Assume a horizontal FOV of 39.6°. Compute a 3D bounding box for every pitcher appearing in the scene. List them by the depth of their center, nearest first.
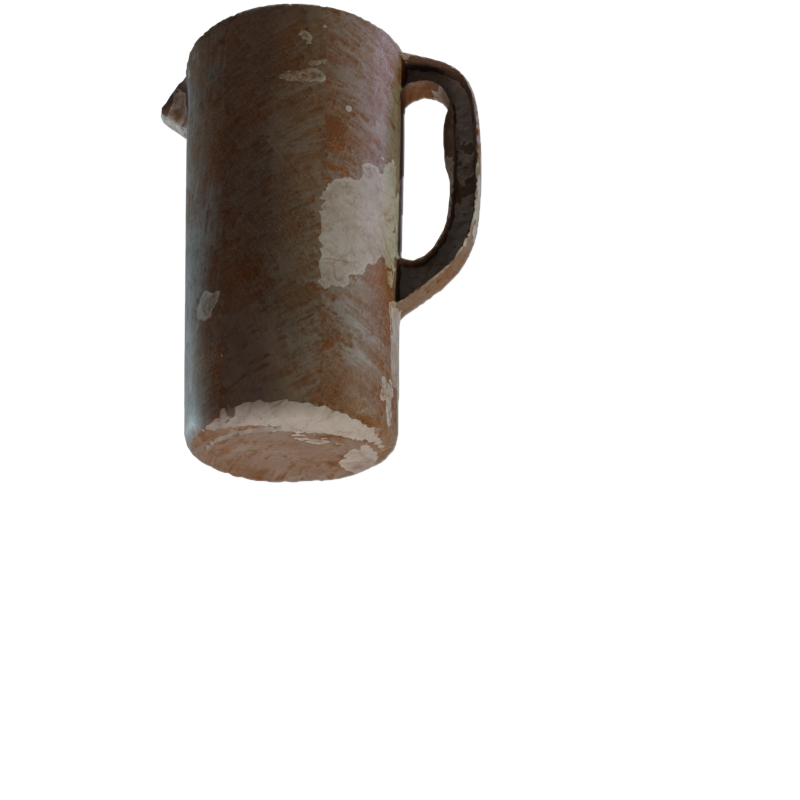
[{"bbox_3d":[-0.048,-0.087,0.608,0.138,0.257,0.148,16,-30,-32],"label":"pitcher"}]
